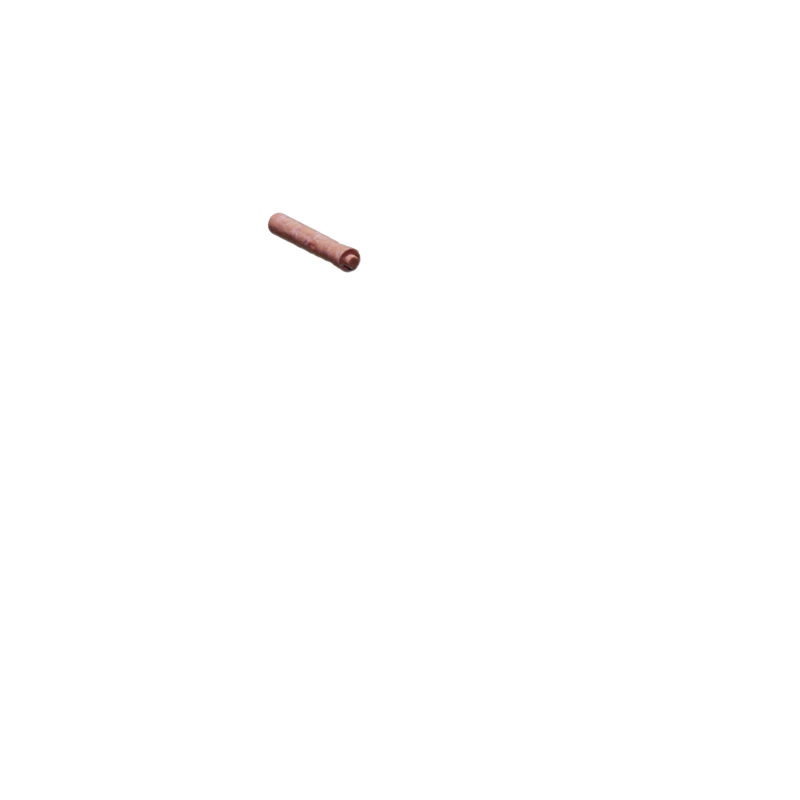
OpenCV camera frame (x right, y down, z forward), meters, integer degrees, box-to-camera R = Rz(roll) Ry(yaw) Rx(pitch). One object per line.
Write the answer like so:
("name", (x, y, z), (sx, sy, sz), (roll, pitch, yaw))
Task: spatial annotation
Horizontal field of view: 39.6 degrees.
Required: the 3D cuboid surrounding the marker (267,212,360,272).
("marker", (-0.067, -0.122, 0.854), (0.019, 0.019, 0.129), (-3, 21, -32))
